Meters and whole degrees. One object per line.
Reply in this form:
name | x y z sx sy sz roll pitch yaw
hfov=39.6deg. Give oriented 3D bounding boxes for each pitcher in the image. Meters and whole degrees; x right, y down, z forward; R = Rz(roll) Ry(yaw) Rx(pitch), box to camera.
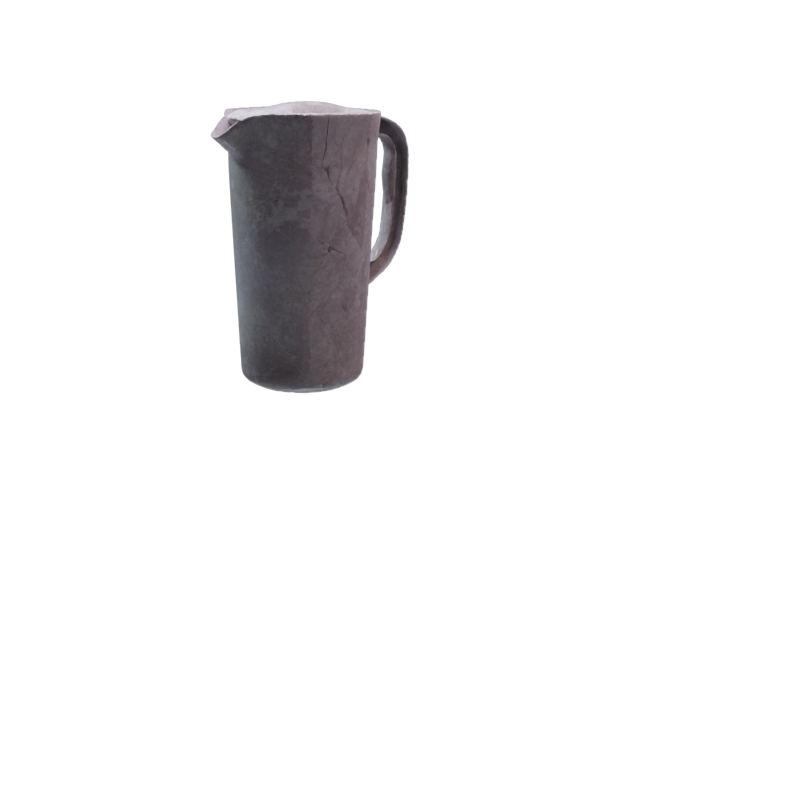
pitcher | -0.076 -0.138 0.965 0.152 0.237 0.147 3 13 10
